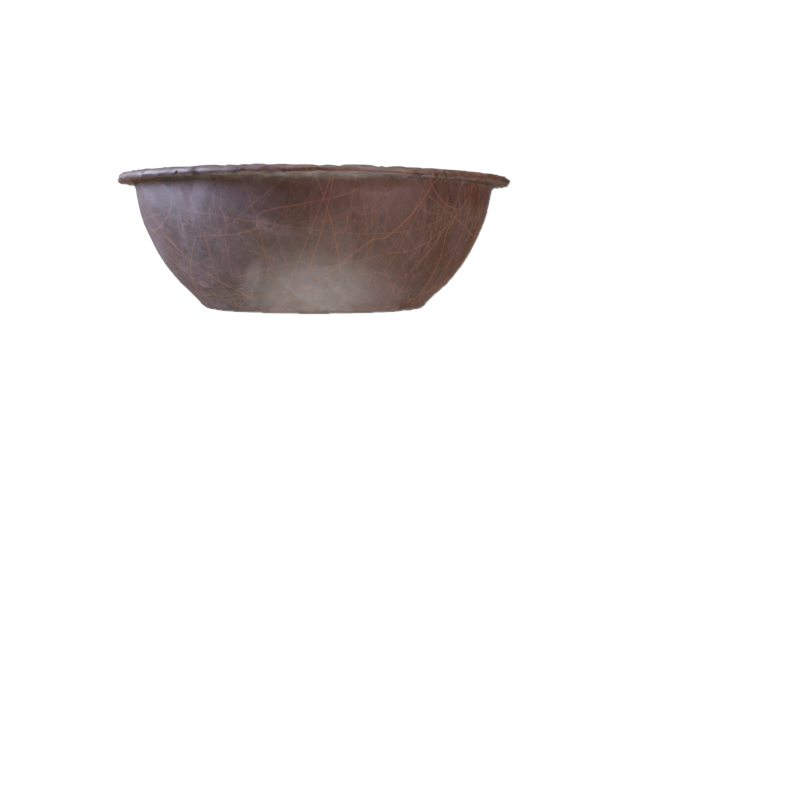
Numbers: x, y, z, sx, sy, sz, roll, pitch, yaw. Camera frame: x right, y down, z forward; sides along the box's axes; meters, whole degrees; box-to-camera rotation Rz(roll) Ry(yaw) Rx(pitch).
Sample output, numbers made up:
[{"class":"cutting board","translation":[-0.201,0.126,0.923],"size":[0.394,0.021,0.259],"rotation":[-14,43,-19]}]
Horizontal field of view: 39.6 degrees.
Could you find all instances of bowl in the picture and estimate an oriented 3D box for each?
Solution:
[{"class":"bowl","translation":[-0.036,-0.066,0.462],"size":[0.162,0.055,0.164],"rotation":[0,7,-2]}]
